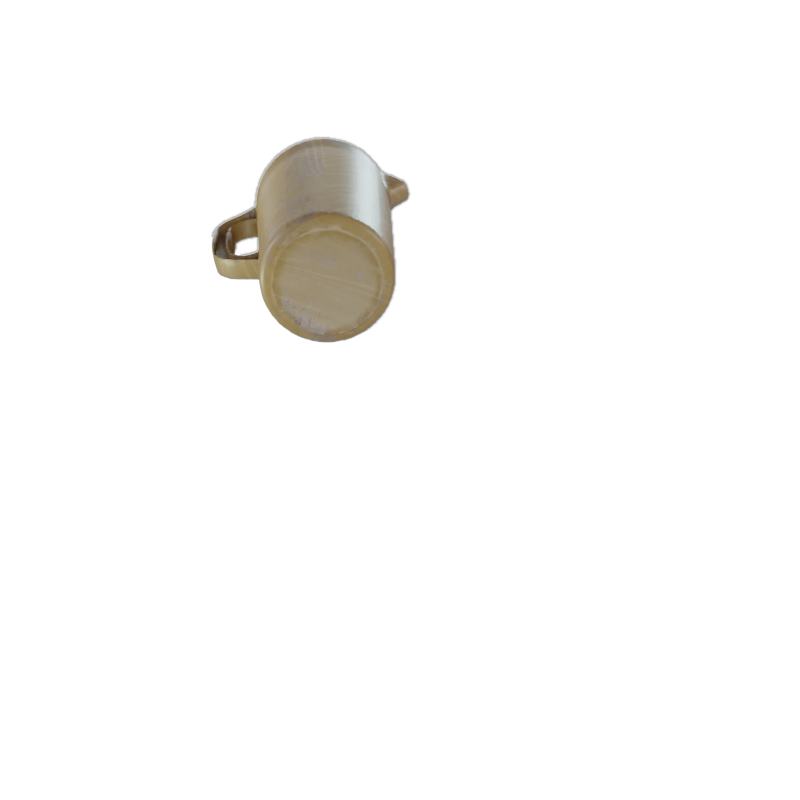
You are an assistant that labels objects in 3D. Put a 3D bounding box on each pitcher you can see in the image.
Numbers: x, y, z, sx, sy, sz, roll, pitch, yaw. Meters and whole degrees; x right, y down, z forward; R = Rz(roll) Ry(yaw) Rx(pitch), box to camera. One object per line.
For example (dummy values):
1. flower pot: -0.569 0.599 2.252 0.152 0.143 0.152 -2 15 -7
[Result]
1. pitcher: -0.077 -0.140 0.977 0.141 0.146 0.255 31 17 -15
